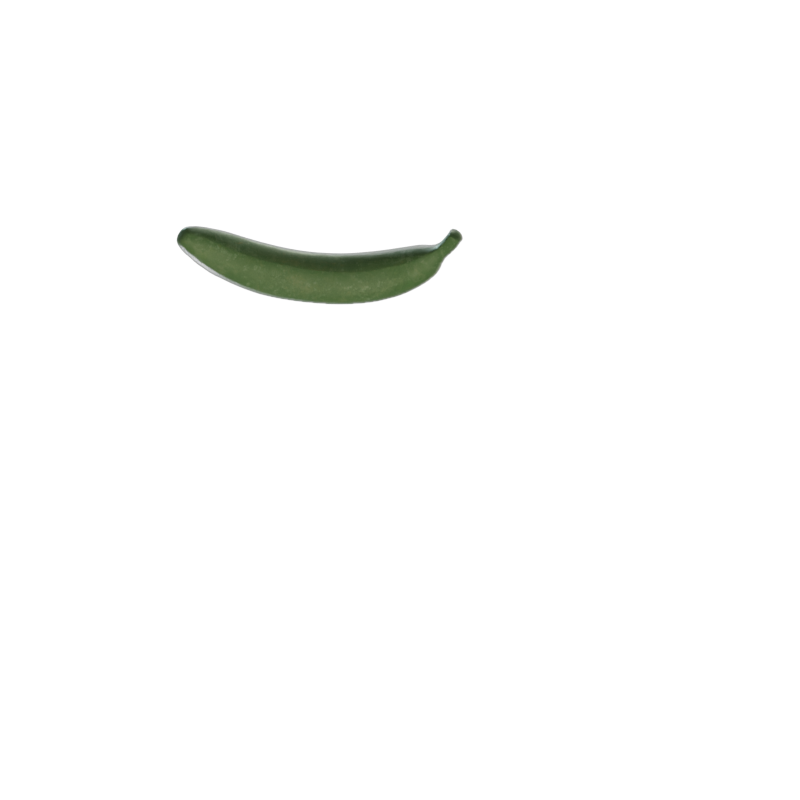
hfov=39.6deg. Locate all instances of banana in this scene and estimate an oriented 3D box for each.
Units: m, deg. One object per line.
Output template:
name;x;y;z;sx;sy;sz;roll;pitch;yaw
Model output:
banana;-0.058;-0.098;0.791;0.198;0.065;0.039;-1;39;0
